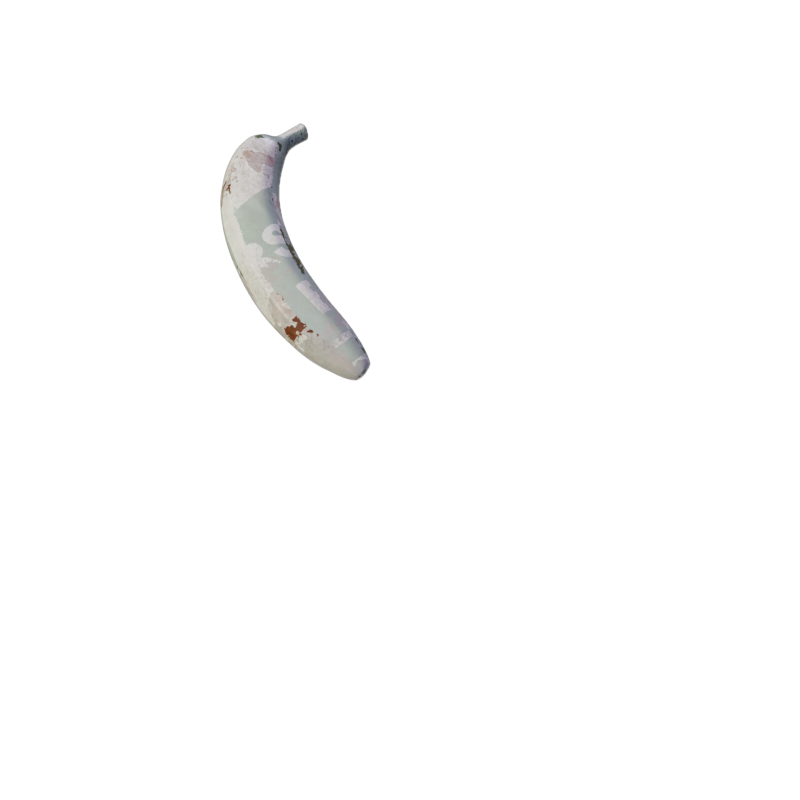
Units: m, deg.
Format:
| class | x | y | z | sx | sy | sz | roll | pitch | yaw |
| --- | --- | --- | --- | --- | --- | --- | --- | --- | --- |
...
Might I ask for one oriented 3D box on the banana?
| class | x | y | z | sx | sy | sz | roll | pitch | yaw |
| --- | --- | --- | --- | --- | --- | --- | --- | --- | --- |
| banana | -0.072 | -0.098 | 0.685 | 0.069 | 0.212 | 0.034 | -11 | -31 | -7 |
